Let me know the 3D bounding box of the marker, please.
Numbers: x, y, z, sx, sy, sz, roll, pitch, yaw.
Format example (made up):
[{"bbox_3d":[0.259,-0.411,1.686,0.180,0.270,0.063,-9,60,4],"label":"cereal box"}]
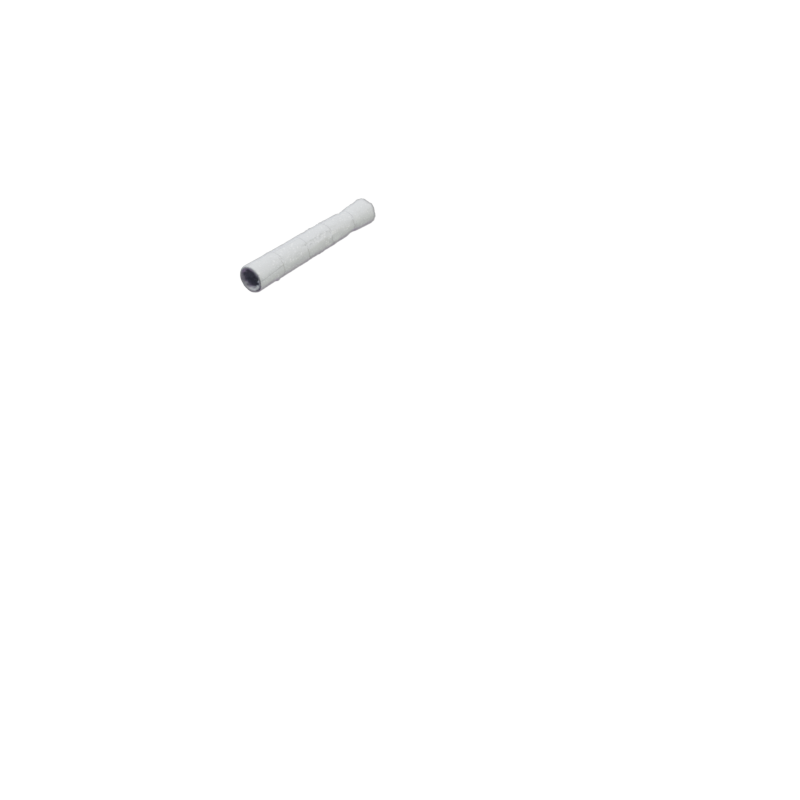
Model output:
[{"bbox_3d":[-0.057,-0.104,0.725,0.021,0.019,0.122,3,30,41],"label":"marker"}]
